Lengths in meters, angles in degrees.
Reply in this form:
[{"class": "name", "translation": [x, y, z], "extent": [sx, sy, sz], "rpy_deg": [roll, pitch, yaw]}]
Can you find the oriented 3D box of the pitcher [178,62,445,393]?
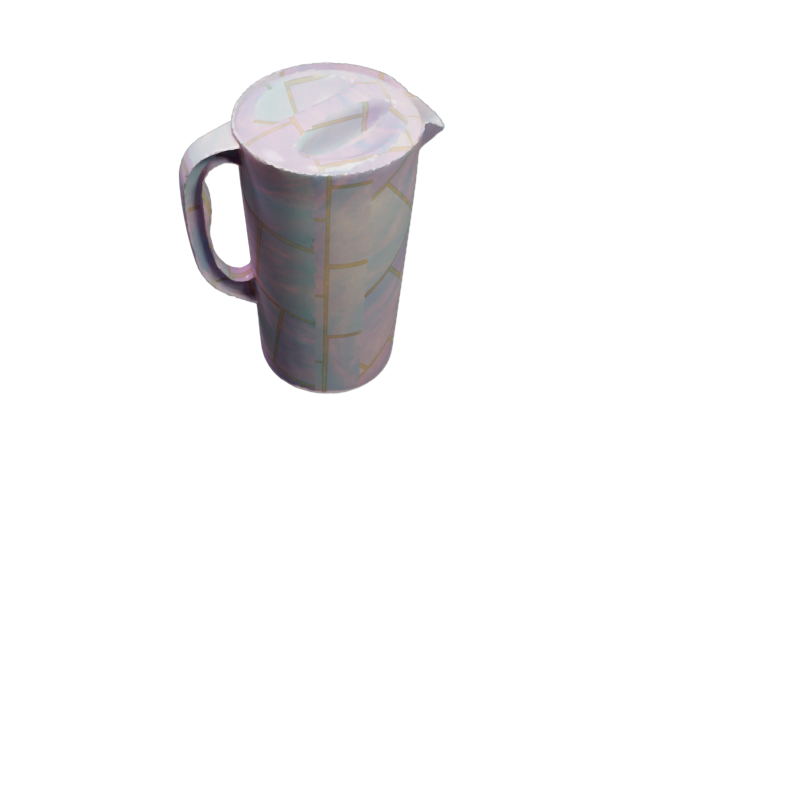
[{"class": "pitcher", "translation": [-0.065, -0.119, 0.832], "extent": [0.155, 0.226, 0.149], "rpy_deg": [23, 48, 18]}]
